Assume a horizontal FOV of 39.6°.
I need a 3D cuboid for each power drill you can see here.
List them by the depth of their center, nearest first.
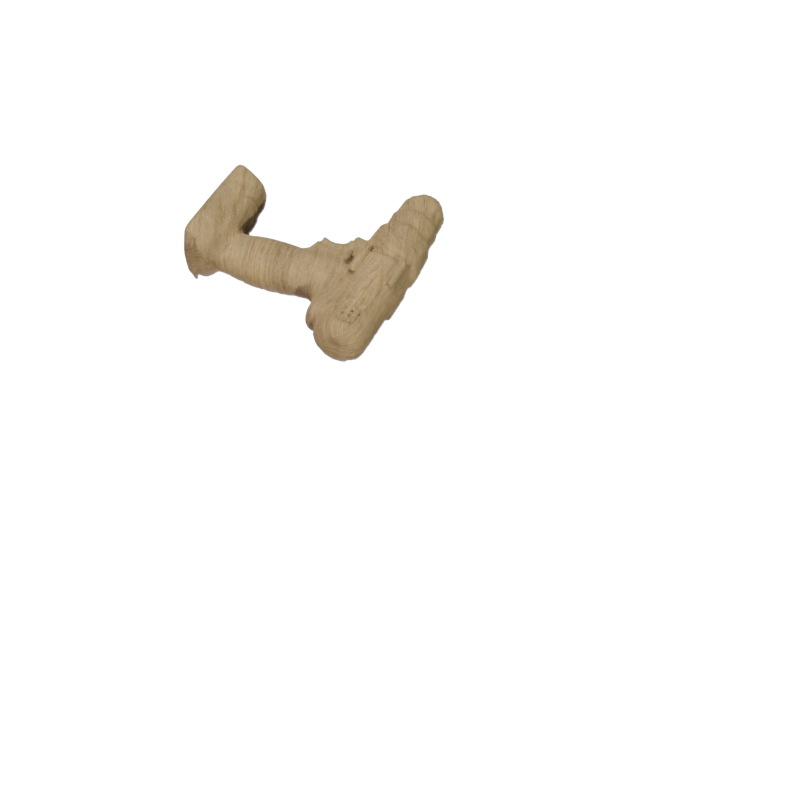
[{"bbox_3d":[-0.074,-0.135,0.942,0.195,0.191,0.053,21,-38,17],"label":"power drill"}]
